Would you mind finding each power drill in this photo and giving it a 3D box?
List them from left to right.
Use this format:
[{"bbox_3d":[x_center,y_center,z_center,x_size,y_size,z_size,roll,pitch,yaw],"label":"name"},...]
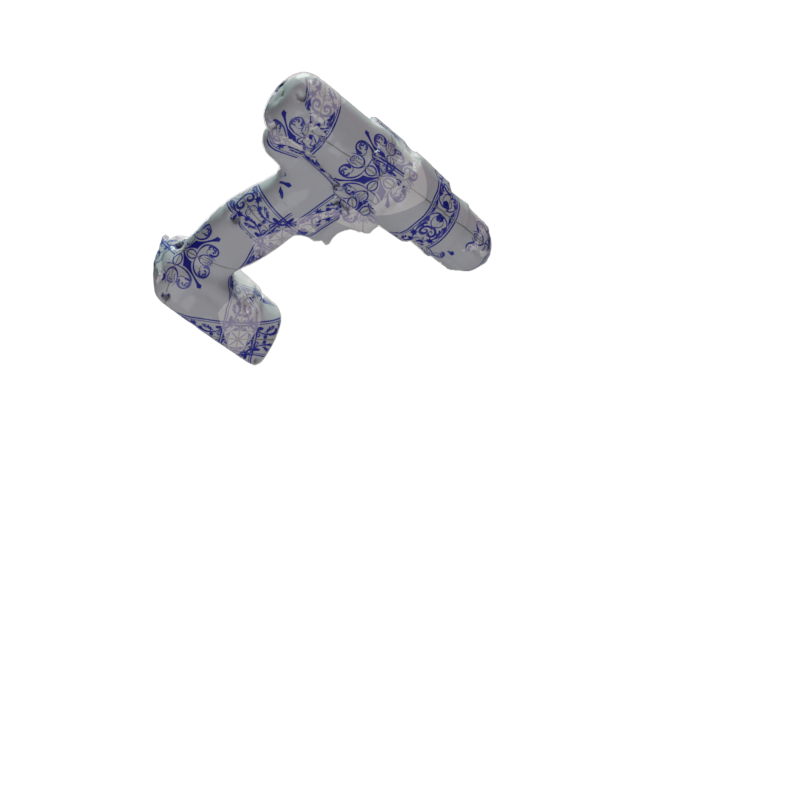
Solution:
[{"bbox_3d":[-0.058,-0.105,0.737,0.175,0.185,0.061,39,27,-24],"label":"power drill"}]
